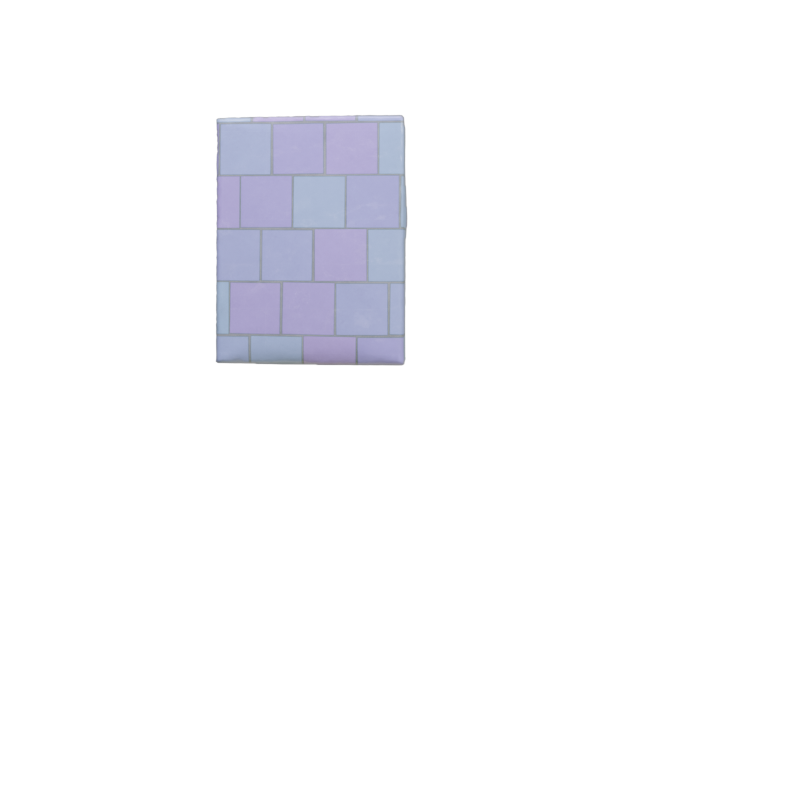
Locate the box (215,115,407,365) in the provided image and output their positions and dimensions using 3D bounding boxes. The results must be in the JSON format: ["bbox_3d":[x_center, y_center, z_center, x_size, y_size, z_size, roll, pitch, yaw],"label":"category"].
[{"bbox_3d":[-0.076,-0.139,0.975,0.165,0.215,0.071,0,-1,5],"label":"box"}]
